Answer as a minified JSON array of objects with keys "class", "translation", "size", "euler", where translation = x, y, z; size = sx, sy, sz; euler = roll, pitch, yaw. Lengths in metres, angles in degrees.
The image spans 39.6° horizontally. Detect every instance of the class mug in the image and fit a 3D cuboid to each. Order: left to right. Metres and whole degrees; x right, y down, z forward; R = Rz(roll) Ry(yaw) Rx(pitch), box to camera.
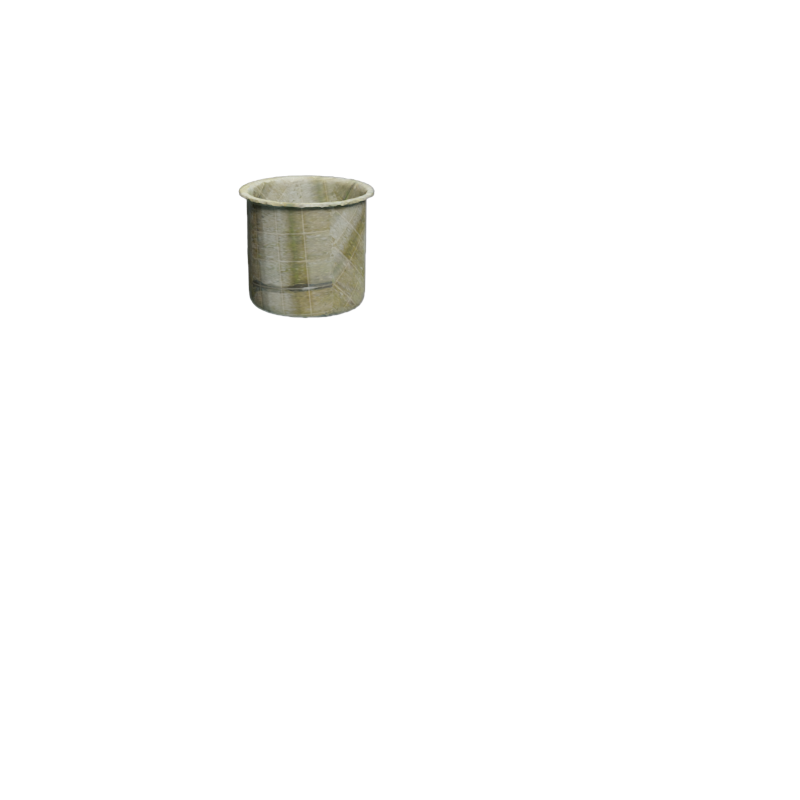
[{"class":"mug","translation":[-0.061,-0.111,0.777],"size":[0.096,0.078,0.119],"euler":[7,21,18]}]
